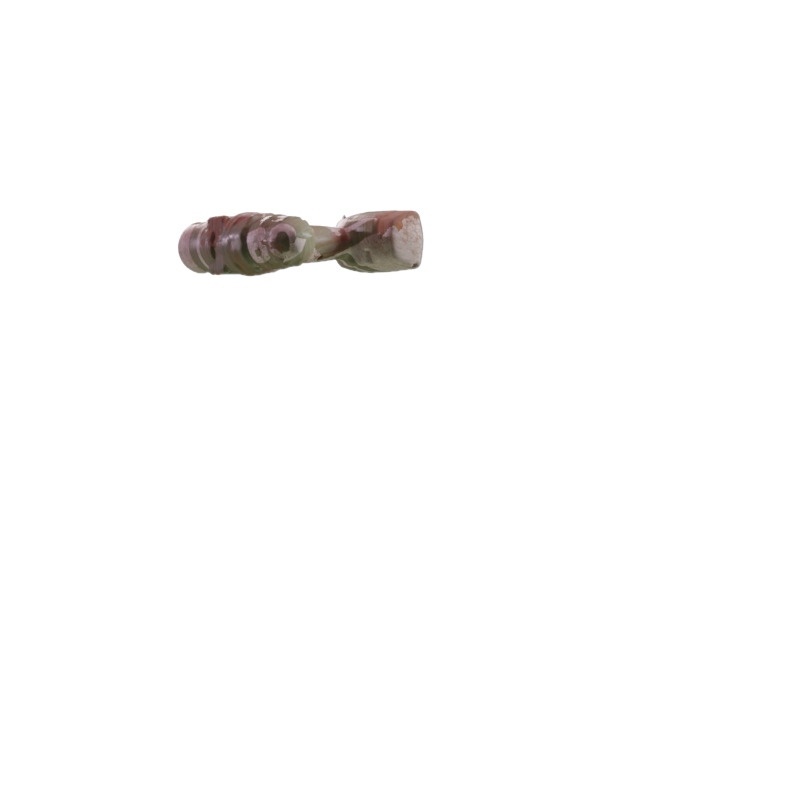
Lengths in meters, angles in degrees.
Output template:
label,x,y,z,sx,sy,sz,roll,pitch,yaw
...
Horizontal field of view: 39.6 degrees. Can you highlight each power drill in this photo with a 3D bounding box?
label,x,y,z,sx,sy,sz,roll,pitch,yaw
power drill,-0.075,-0.136,0.953,0.181,0.057,0.192,-5,8,-35
